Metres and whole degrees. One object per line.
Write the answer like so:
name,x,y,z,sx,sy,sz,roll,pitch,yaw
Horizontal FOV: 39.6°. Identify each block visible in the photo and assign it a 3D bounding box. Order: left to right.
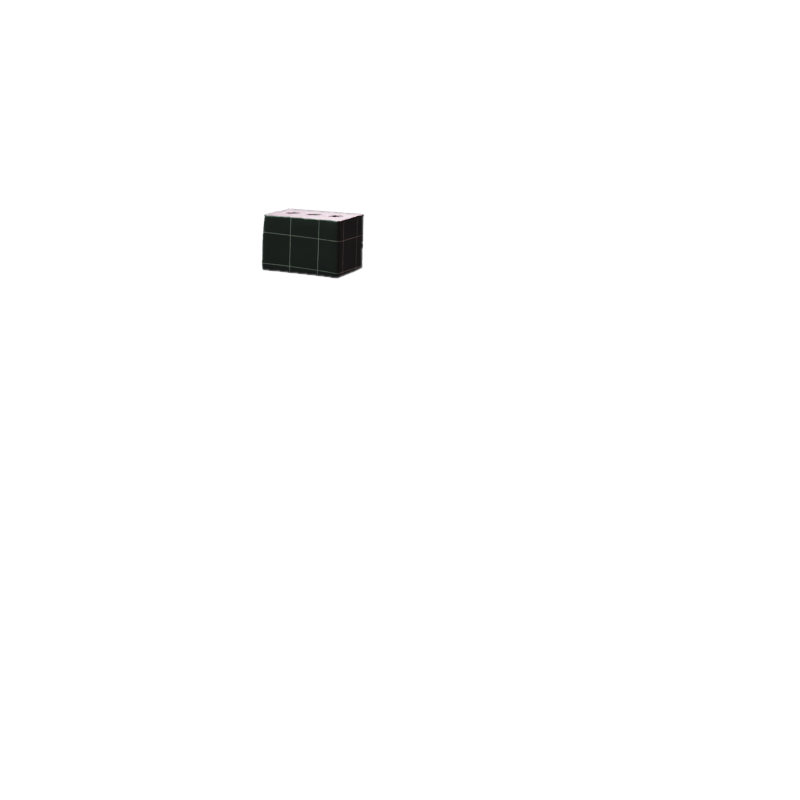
block,-0.078,-0.141,0.991,0.081,0.050,0.052,8,16,25
